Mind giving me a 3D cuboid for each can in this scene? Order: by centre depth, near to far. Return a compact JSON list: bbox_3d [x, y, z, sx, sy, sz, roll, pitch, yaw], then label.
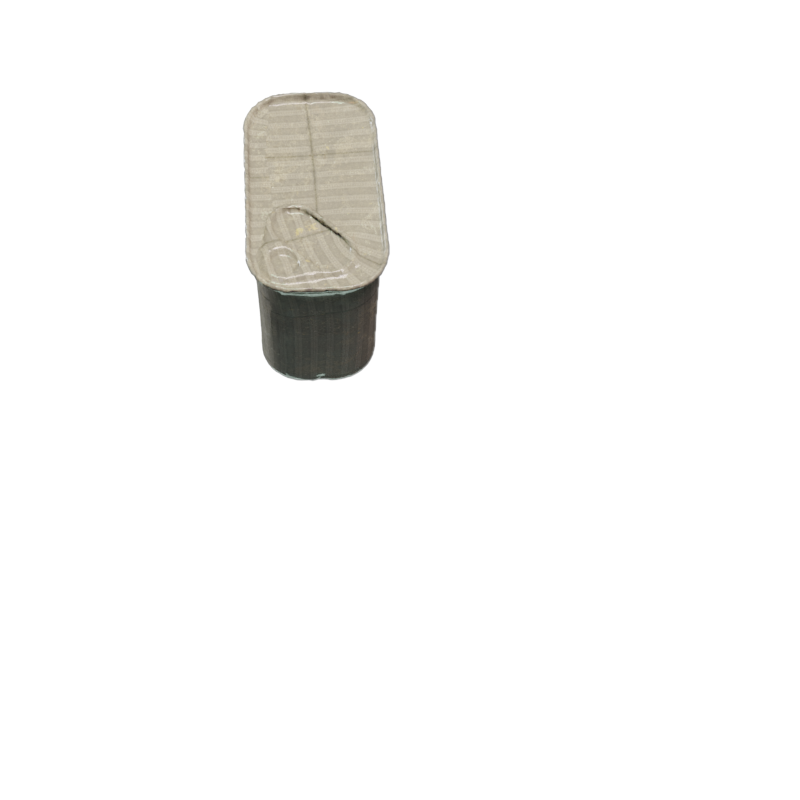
[{"bbox_3d":[-0.038,-0.070,0.489,0.057,0.109,0.079,-3,-31,-5],"label":"can"}]
